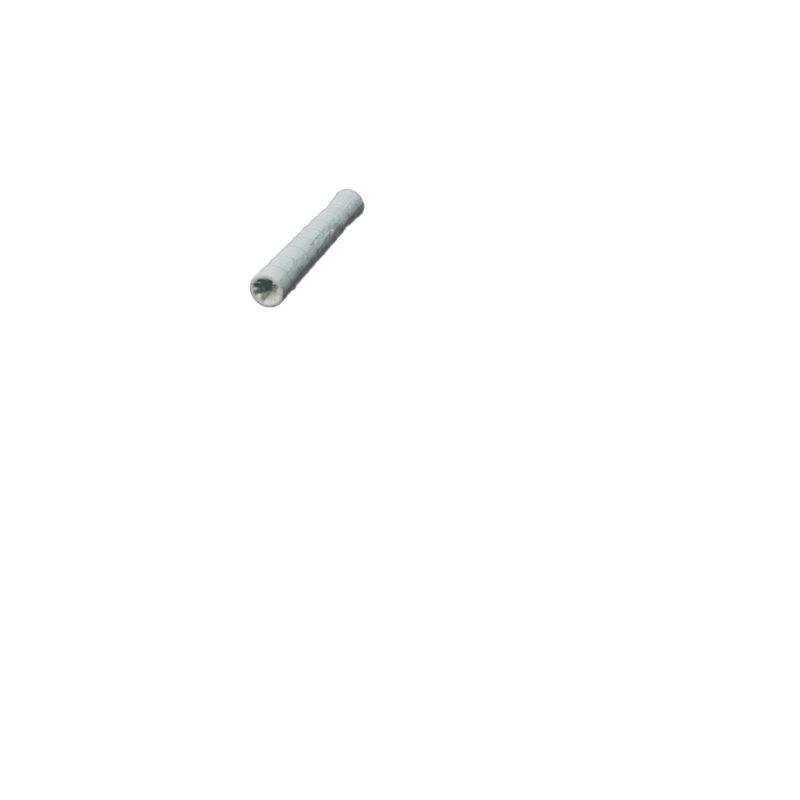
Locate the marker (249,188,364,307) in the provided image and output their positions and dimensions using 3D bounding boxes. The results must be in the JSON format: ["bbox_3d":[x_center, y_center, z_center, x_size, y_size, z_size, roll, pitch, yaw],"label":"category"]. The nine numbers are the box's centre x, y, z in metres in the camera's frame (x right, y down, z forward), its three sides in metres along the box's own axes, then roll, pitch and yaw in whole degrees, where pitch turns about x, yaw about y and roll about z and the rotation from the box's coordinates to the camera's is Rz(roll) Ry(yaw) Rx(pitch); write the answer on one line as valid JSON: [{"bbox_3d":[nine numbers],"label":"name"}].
[{"bbox_3d":[-0.046,-0.085,0.593,0.020,0.019,0.125,1,30,21],"label":"marker"}]
